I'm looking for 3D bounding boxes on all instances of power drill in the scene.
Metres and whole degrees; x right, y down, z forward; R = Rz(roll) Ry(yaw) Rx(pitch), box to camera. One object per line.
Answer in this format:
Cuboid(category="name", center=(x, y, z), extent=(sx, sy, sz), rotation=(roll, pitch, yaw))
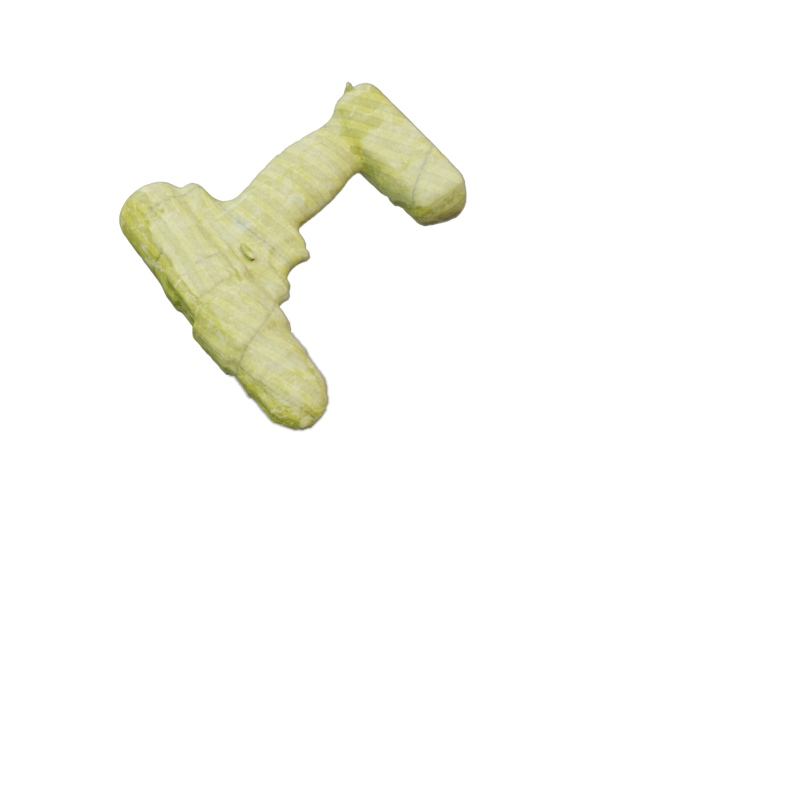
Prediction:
Cuboid(category="power drill", center=(-0.053, -0.097, 0.679), extent=(0.188, 0.194, 0.054), rotation=(-35, -20, -15))
